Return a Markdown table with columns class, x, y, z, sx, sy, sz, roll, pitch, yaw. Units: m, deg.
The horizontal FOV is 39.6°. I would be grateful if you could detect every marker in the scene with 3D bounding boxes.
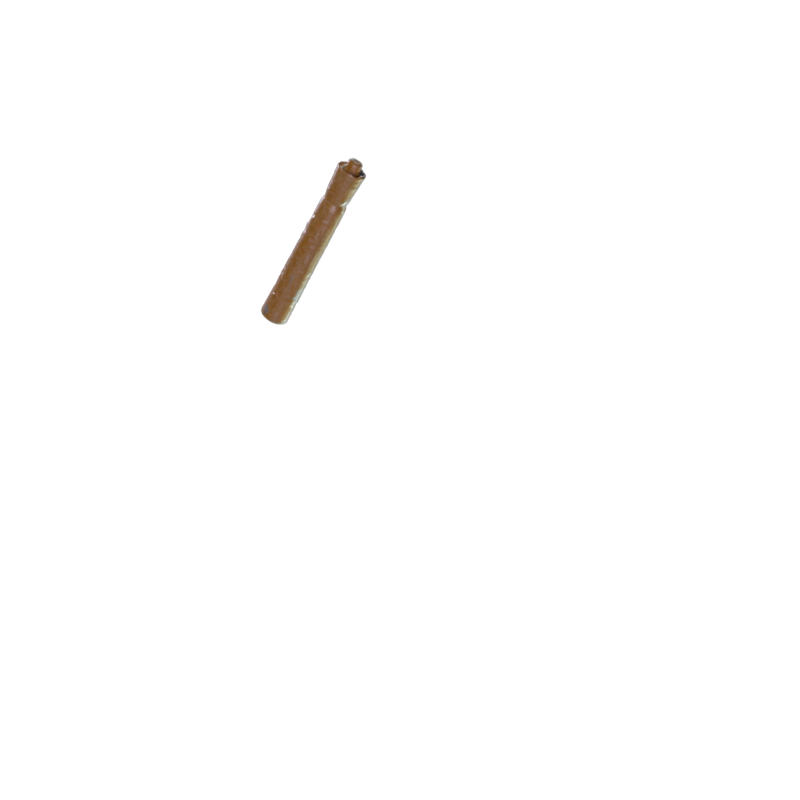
| class | x | y | z | sx | sy | sz | roll | pitch | yaw |
| --- | --- | --- | --- | --- | --- | --- | --- | --- | --- |
| marker | -0.054 | -0.098 | 0.687 | 0.019 | 0.117 | 0.021 | 23 | 29 | -17 |
